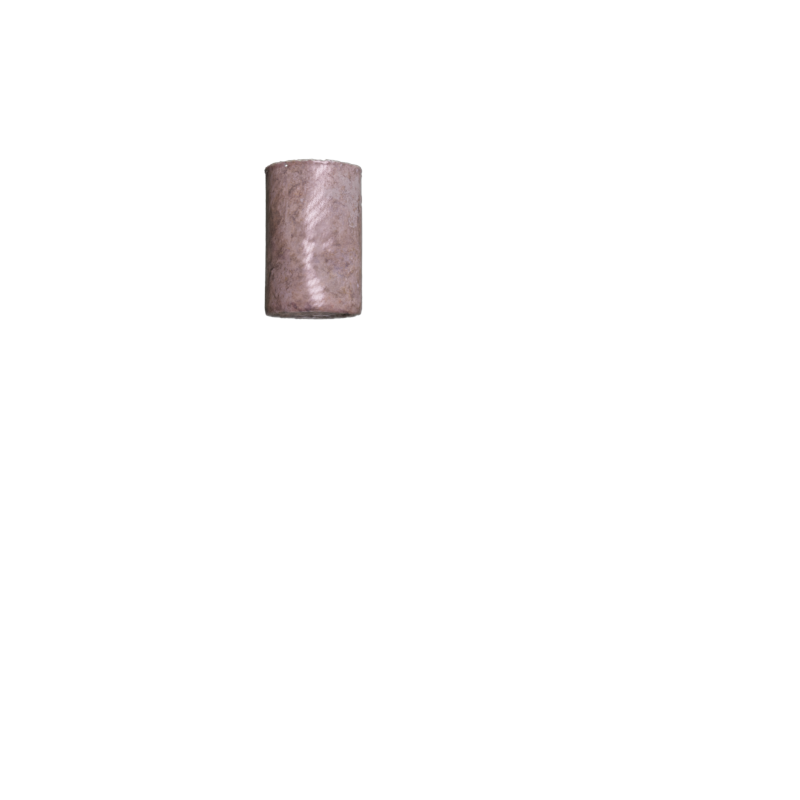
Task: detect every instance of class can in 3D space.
[{"bbox_3d":[-0.060,-0.109,0.761,0.068,0.104,0.068,0,-6,-2],"label":"can"}]
